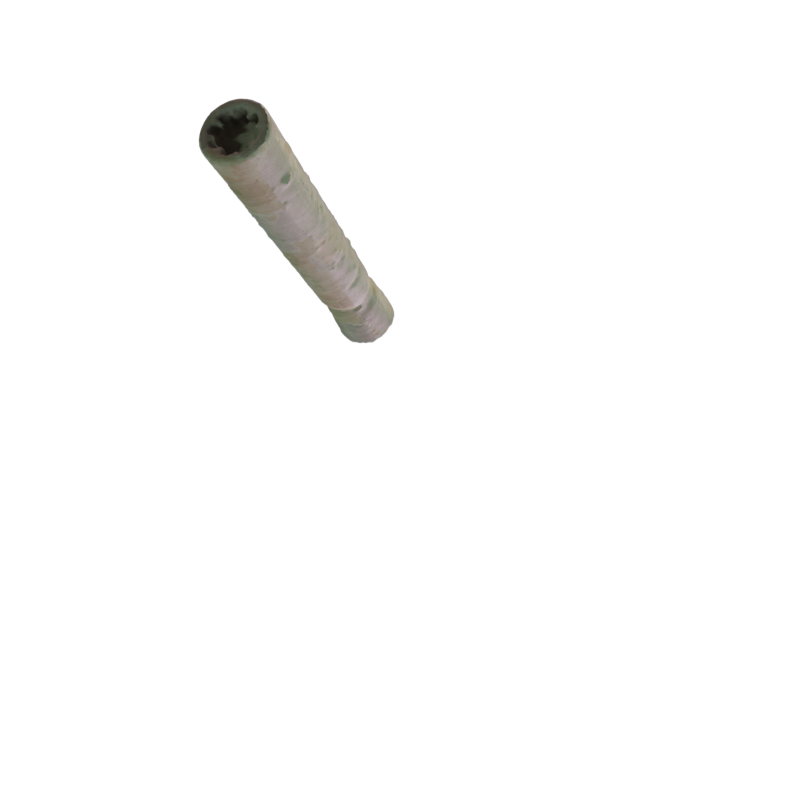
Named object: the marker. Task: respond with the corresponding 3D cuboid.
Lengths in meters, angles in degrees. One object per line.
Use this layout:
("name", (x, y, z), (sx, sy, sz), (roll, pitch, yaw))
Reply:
("marker", (-0.025, -0.045, 0.317), (0.020, 0.021, 0.113), (2, -20, 18))
